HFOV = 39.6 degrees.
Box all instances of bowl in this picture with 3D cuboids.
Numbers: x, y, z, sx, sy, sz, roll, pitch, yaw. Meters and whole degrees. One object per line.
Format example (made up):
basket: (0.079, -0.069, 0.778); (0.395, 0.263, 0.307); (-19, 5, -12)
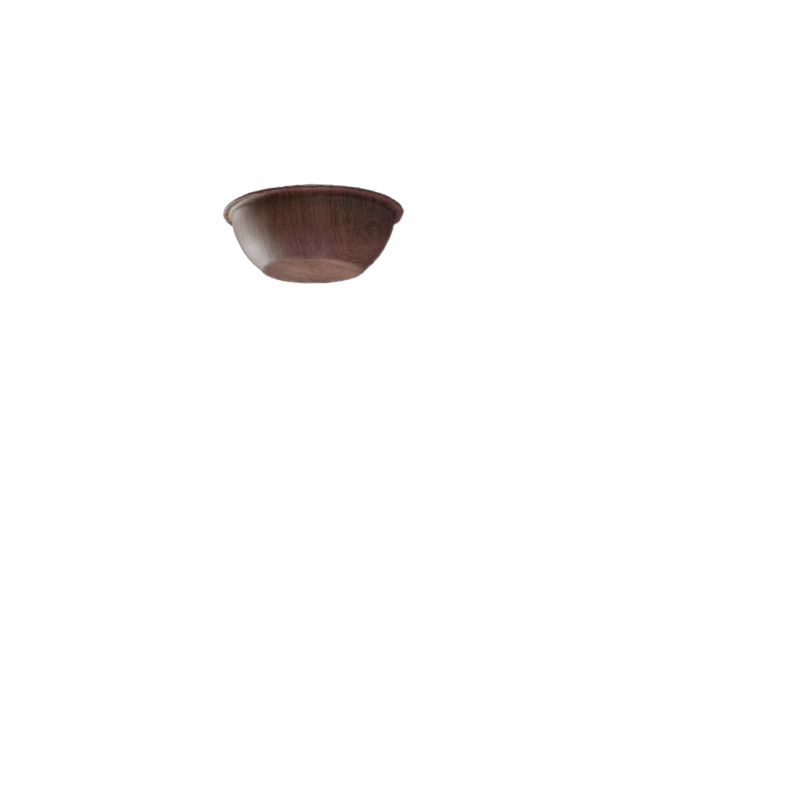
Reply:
bowl: (-0.077, -0.141, 0.985); (0.162, 0.057, 0.157); (0, -9, -2)
